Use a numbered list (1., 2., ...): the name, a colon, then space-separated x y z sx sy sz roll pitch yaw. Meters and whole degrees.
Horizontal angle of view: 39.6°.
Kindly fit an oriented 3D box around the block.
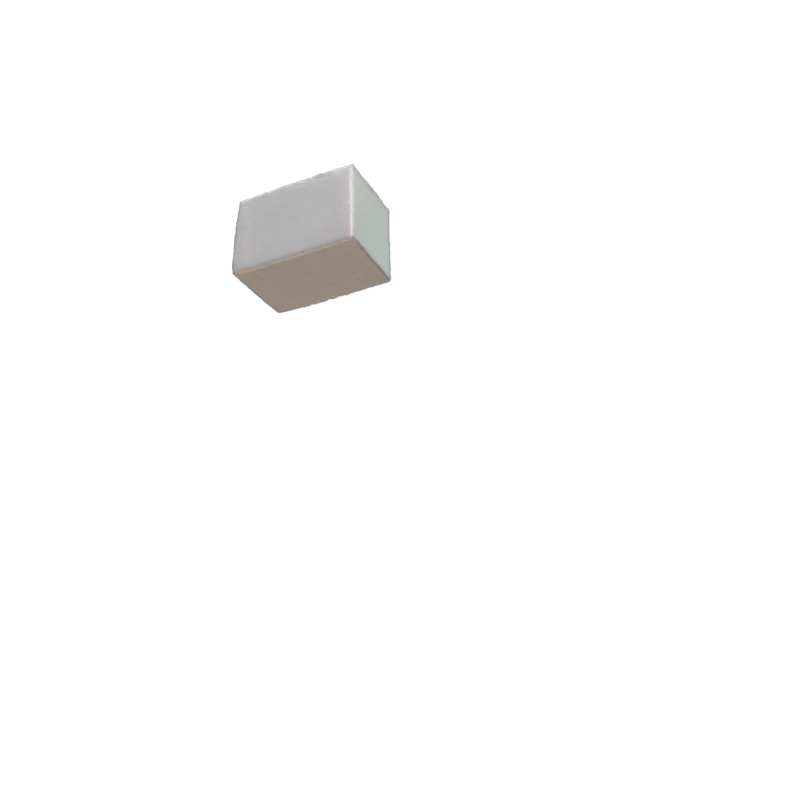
1. block: -0.050 -0.092 0.642 0.079 0.055 0.049 -14 -34 22
